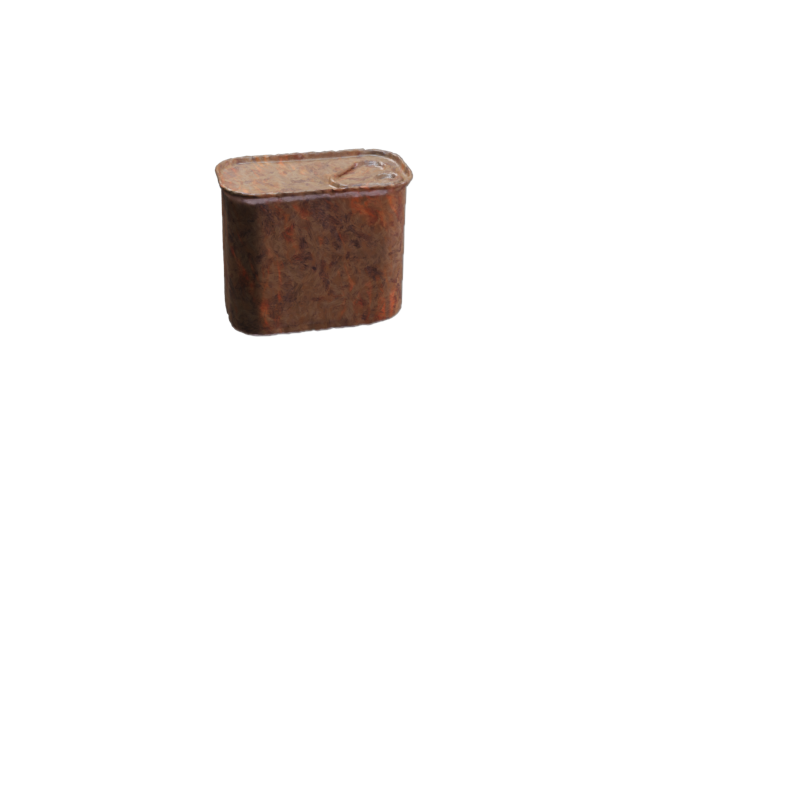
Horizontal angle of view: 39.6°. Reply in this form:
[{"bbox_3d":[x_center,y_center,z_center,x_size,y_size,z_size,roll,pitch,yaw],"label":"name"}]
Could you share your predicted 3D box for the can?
[{"bbox_3d":[-0.047,-0.086,0.599,0.101,0.079,0.061,-6,28,-12],"label":"can"}]
